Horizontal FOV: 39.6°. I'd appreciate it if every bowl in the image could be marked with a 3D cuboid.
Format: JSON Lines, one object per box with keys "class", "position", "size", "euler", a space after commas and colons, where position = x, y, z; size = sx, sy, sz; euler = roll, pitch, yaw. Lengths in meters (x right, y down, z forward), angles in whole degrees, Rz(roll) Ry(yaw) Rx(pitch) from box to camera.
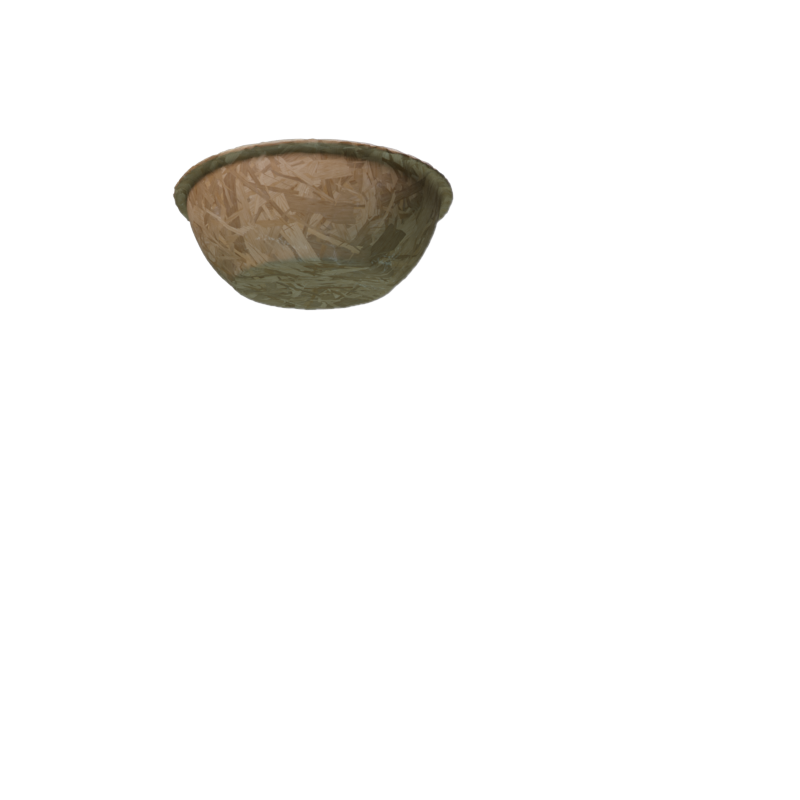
{"class": "bowl", "position": [-0.050, -0.091, 0.635], "size": [0.162, 0.057, 0.156], "euler": [0, -14, -2]}
